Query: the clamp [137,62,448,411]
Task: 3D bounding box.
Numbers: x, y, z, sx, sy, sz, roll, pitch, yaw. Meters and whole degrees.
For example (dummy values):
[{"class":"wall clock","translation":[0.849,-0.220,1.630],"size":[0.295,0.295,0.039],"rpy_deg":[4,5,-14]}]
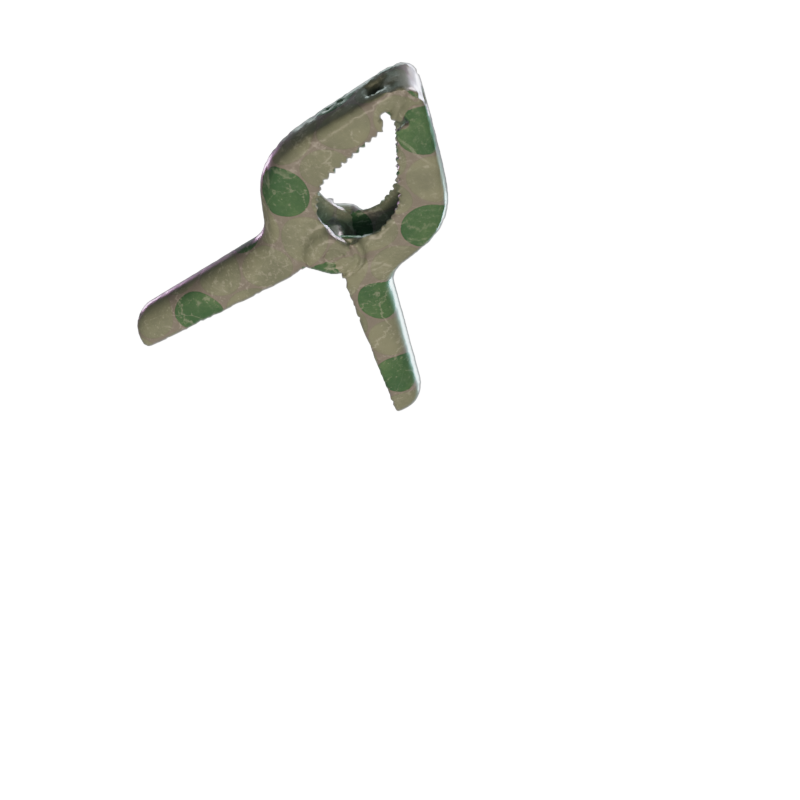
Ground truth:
[{"class":"clamp","translation":[-0.045,-0.082,0.574],"size":[0.162,0.199,0.039],"rpy_deg":[11,40,-9]}]
